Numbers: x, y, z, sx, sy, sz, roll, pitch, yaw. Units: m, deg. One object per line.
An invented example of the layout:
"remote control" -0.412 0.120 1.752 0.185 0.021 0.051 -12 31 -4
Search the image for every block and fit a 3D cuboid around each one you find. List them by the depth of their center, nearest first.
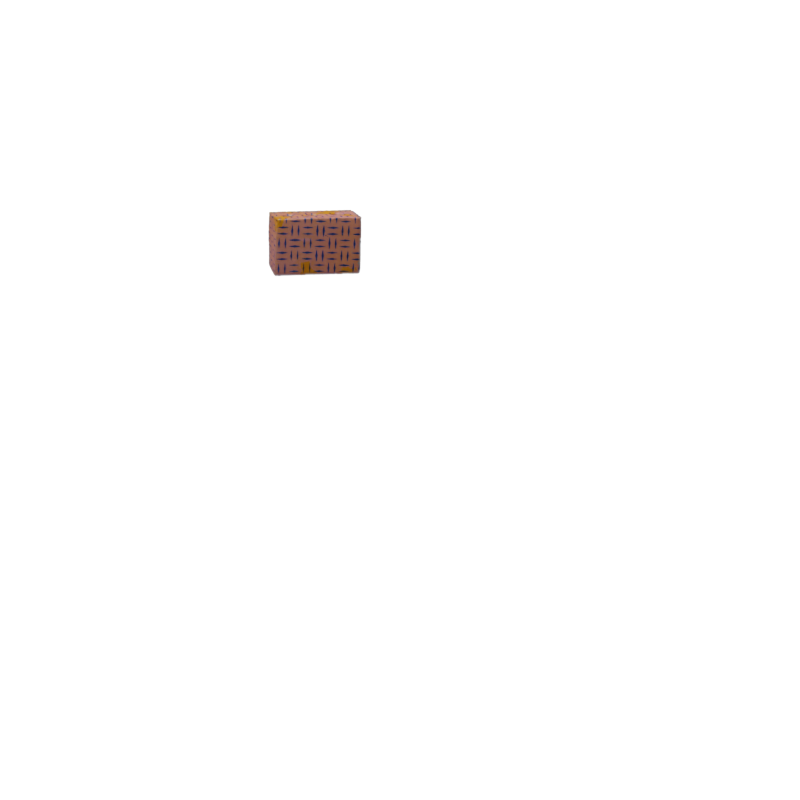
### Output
"block" -0.078 -0.142 0.998 0.077 0.050 0.055 -3 15 -11
